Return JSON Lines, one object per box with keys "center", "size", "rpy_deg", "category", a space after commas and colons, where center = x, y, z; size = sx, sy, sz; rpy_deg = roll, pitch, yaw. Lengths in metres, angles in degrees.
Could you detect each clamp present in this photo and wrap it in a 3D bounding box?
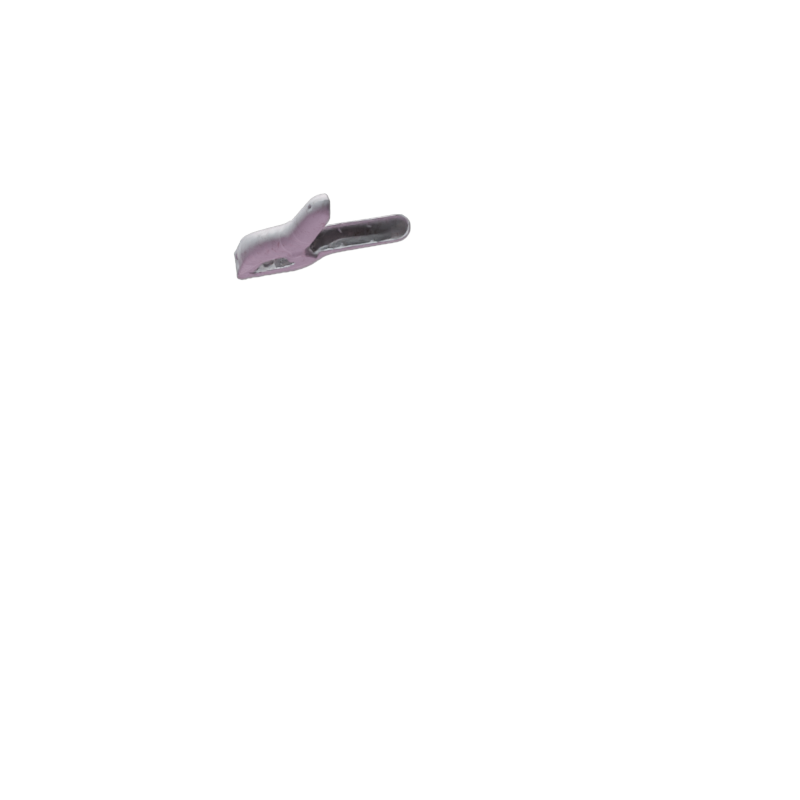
{"center": [-0.078, -0.142, 0.997], "size": [0.114, 0.041, 0.174], "rpy_deg": [11, -16, -40], "category": "clamp"}
